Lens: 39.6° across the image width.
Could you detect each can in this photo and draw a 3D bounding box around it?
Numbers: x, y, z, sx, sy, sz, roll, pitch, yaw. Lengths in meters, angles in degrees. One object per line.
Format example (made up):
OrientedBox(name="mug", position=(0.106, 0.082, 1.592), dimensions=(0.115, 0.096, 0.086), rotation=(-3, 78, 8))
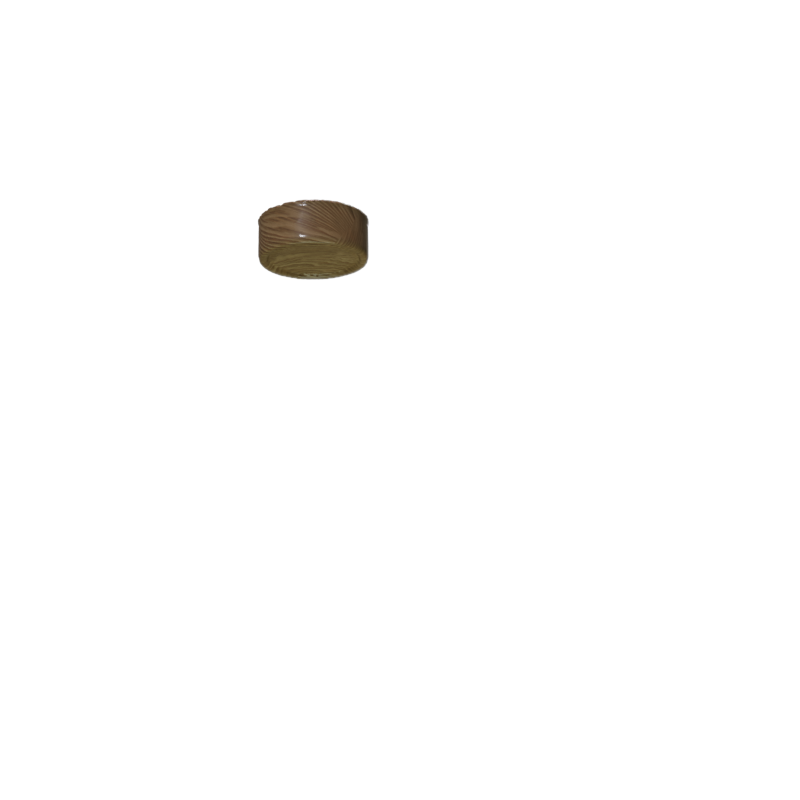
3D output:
OrientedBox(name="can", position=(-0.067, -0.122, 0.851), dimensions=(0.086, 0.035, 0.082), rotation=(0, -15, -2))
